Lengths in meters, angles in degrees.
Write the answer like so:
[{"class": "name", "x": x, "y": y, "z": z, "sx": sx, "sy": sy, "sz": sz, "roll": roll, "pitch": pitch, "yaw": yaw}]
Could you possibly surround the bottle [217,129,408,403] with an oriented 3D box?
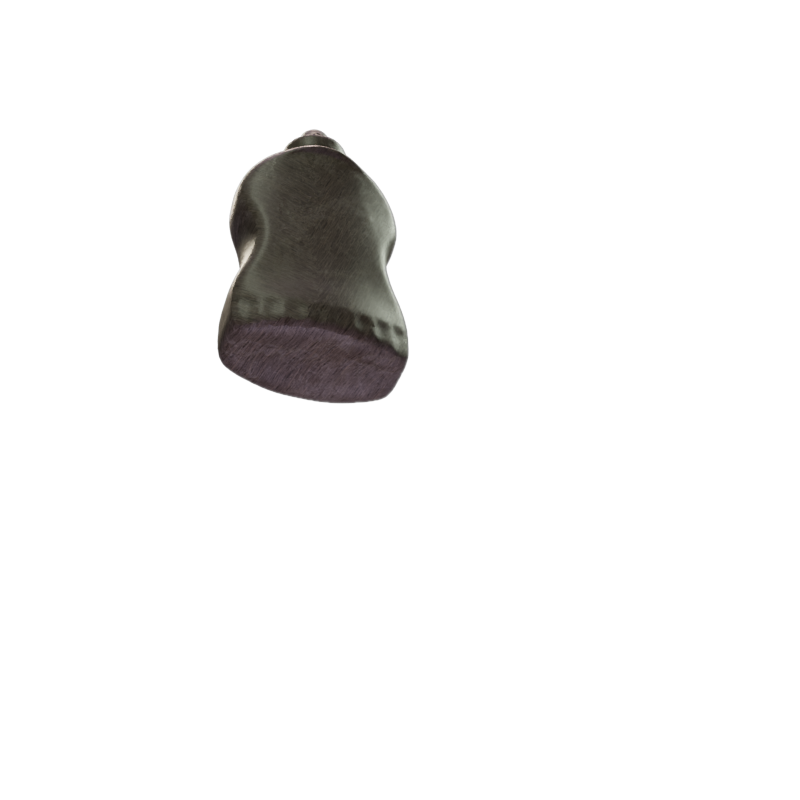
[{"class": "bottle", "x": -0.049, "y": -0.090, "z": 0.626, "sx": 0.094, "sy": 0.206, "sz": 0.055, "roll": 10, "pitch": -46, "yaw": -13}]
